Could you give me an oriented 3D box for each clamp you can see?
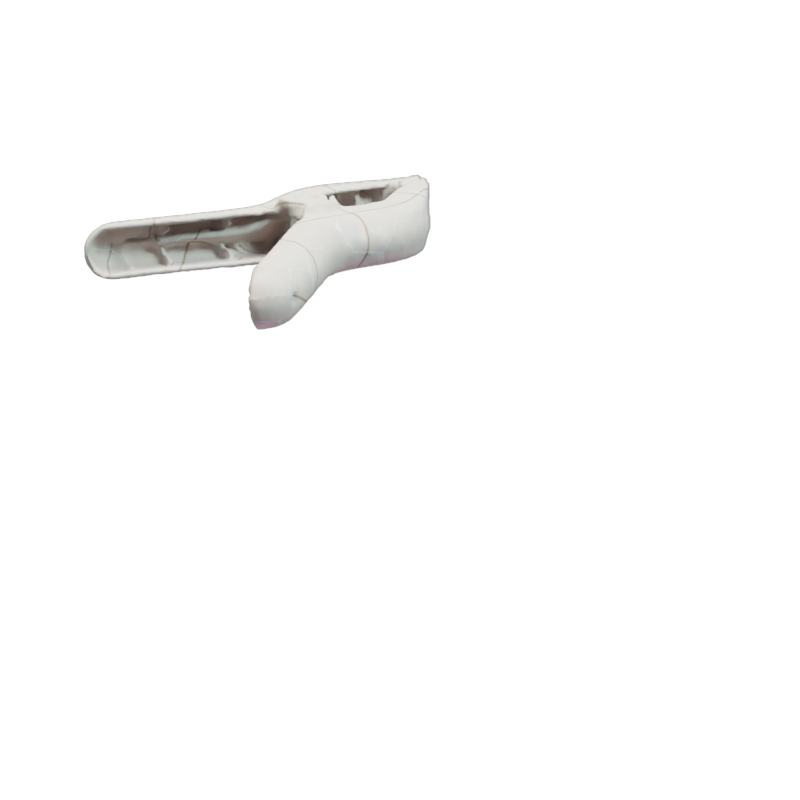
[{"bbox_3d":[-0.038,-0.070,0.489,0.169,0.037,0.128,-21,35,-34],"label":"clamp"}]
